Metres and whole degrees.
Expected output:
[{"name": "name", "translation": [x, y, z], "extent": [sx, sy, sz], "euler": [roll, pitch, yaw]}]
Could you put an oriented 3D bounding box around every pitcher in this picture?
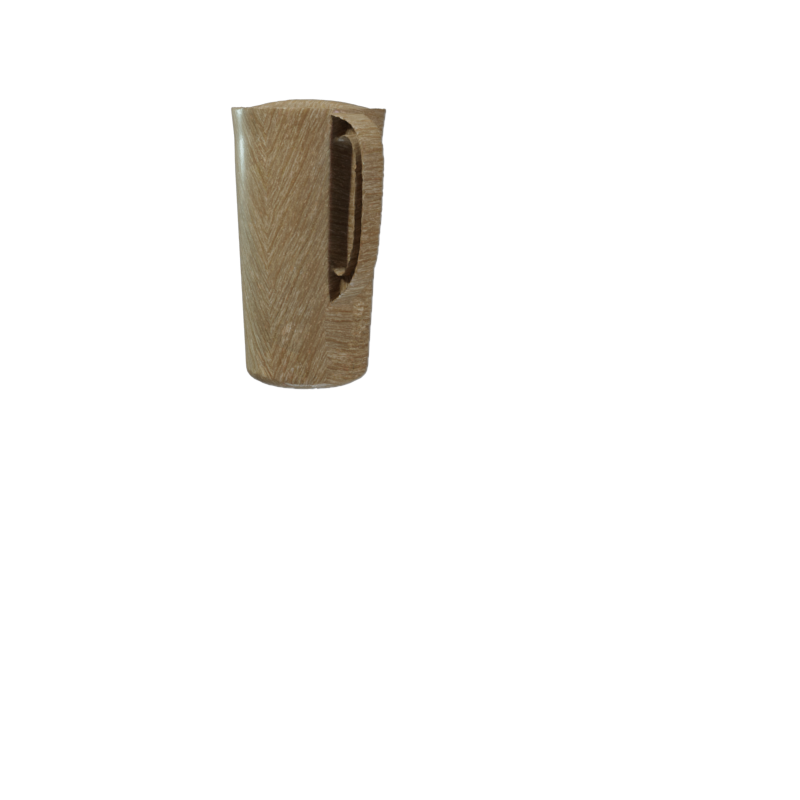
[{"name": "pitcher", "translation": [-0.075, -0.136, 0.952], "extent": [0.147, 0.239, 0.149], "euler": [2, 9, 12]}]
